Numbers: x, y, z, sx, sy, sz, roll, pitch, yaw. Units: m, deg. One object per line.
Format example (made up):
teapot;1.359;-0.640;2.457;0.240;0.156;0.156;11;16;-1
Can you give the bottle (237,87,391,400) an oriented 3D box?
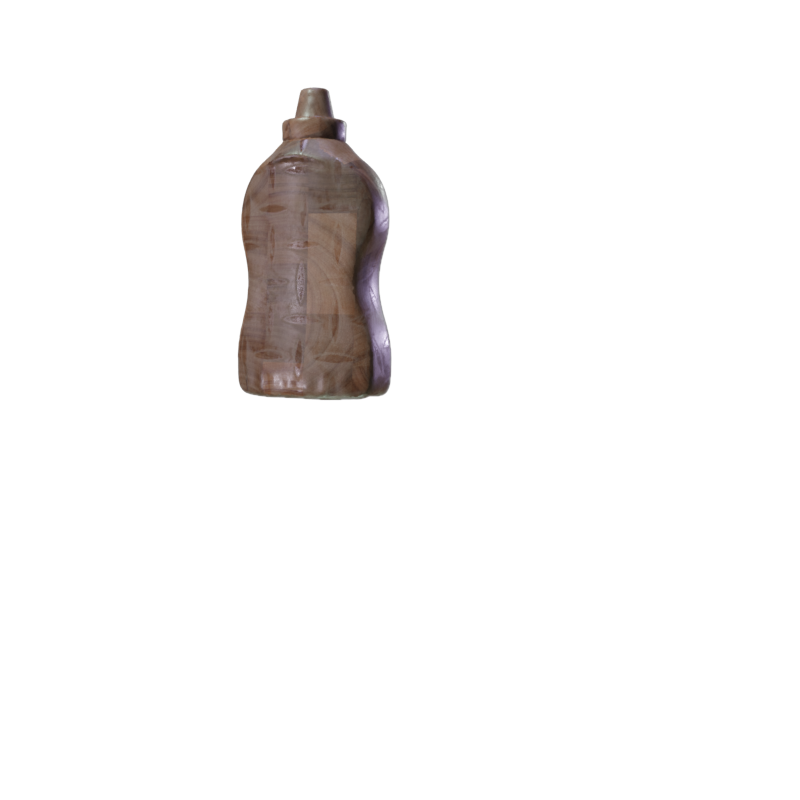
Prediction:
bottle;-0.054;-0.099;0.692;0.099;0.193;0.056;-1;-3;30
